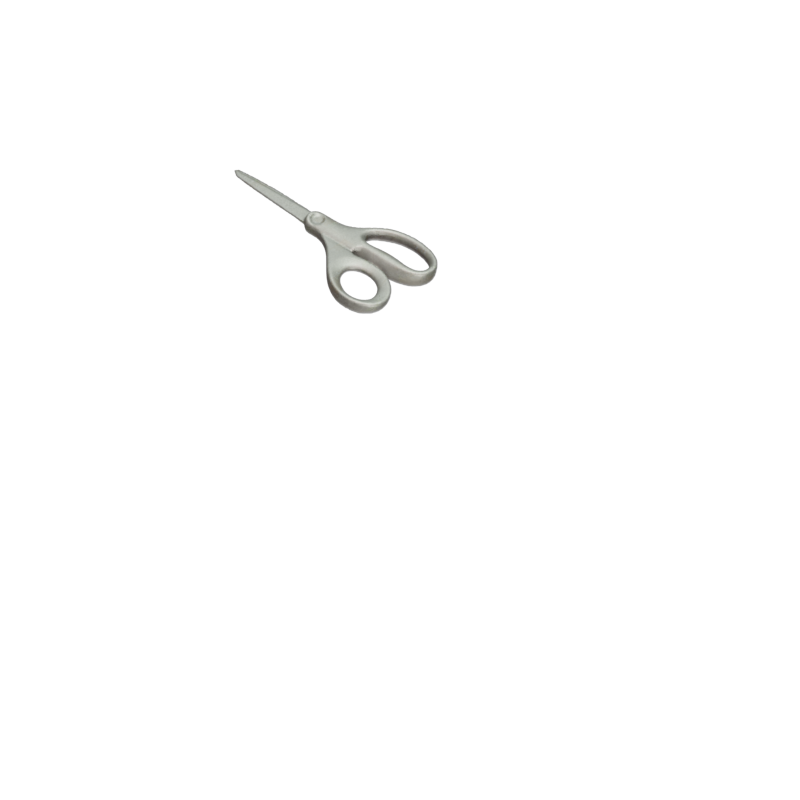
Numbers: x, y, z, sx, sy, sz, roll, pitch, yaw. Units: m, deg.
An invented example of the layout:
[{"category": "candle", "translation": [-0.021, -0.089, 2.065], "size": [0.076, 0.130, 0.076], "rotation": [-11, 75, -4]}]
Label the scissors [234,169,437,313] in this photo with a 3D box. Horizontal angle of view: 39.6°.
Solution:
[{"category": "scissors", "translation": [-0.070, -0.127, 0.892], "size": [0.210, 0.015, 0.099], "rotation": [22, 51, 19]}]
